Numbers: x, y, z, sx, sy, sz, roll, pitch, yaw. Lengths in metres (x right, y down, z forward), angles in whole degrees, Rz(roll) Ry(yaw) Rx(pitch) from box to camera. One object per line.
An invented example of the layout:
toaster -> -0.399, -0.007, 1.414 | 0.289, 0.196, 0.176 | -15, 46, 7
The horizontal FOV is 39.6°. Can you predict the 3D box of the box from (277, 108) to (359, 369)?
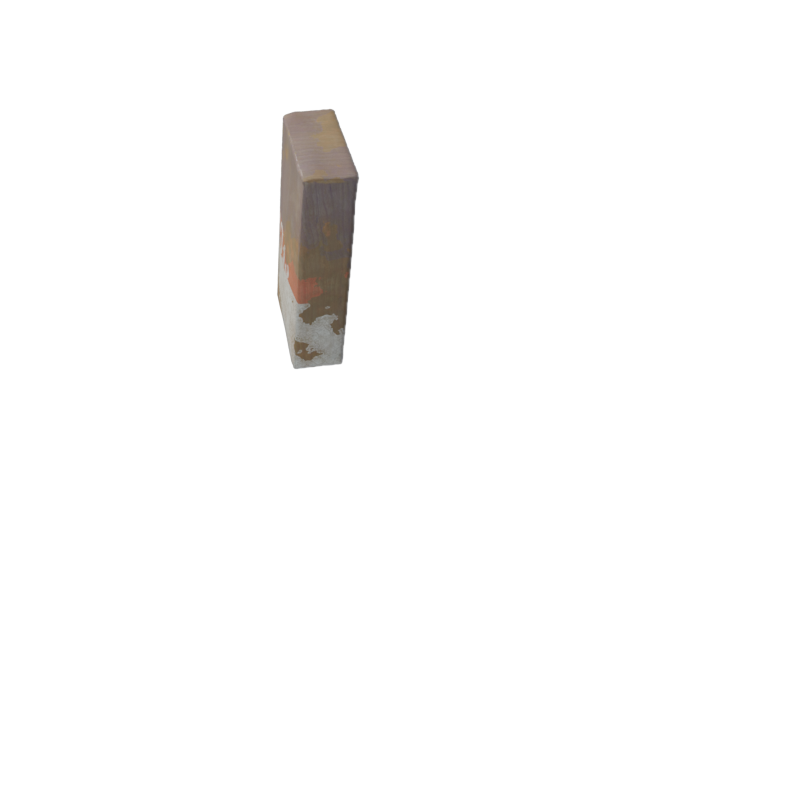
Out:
box -> -0.065, -0.118, 0.826 | 0.047, 0.164, 0.101 | -6, 42, -11
